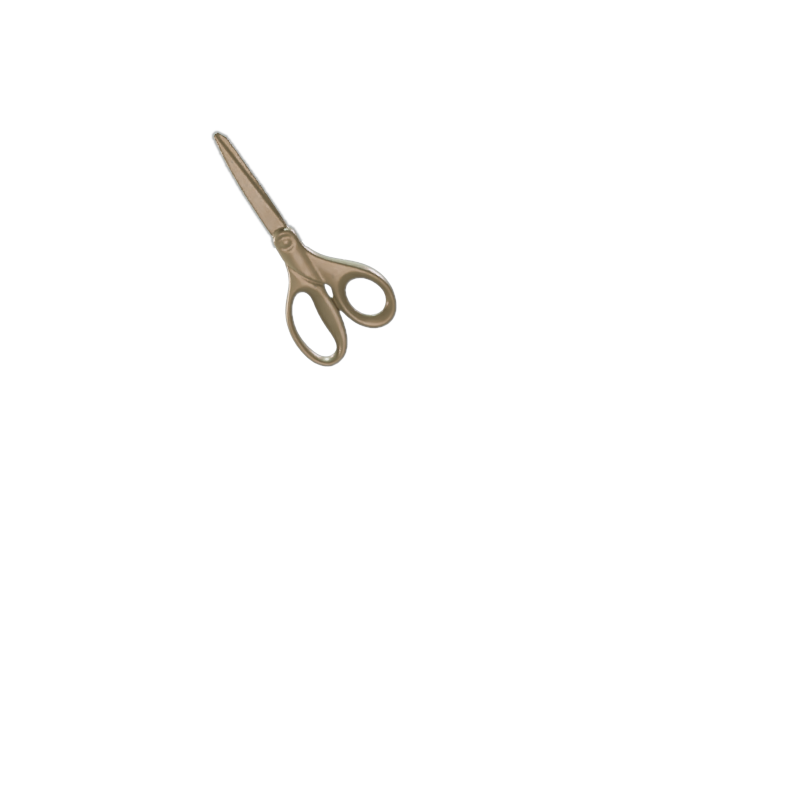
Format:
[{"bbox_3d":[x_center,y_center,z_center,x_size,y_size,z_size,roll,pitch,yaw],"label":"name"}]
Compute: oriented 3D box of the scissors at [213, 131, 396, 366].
[{"bbox_3d":[-0.066,-0.120,0.841,0.096,0.193,0.016,-15,18,5],"label":"scissors"}]
